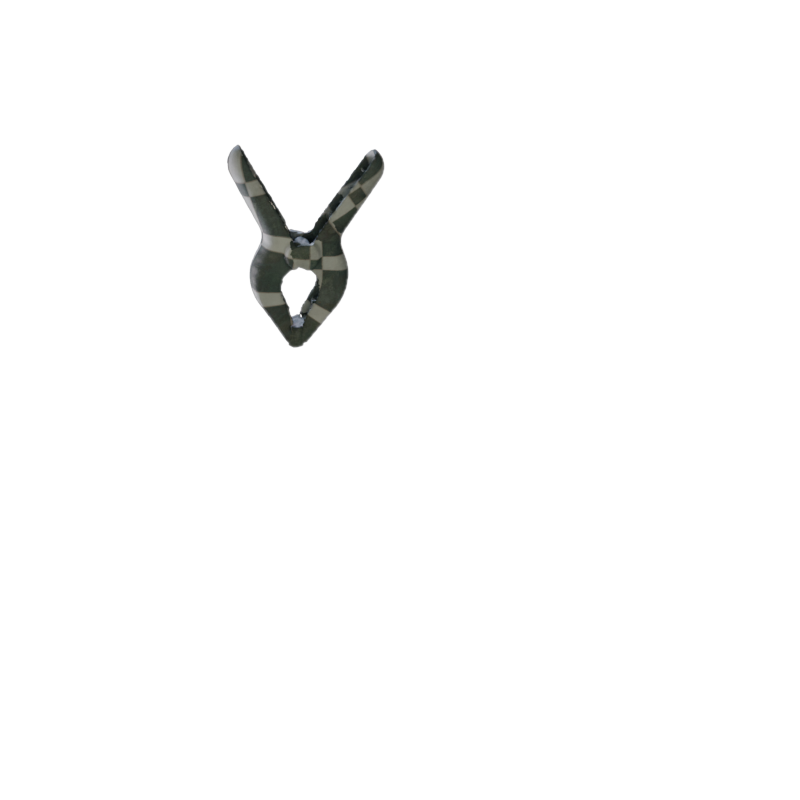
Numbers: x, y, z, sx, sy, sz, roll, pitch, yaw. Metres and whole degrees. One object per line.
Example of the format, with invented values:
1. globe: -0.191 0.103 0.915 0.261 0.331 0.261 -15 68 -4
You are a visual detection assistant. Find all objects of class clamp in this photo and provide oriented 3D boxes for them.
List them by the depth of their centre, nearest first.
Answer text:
1. clamp: -0.069 -0.126 0.880 0.120 0.162 0.041 -3 26 1
